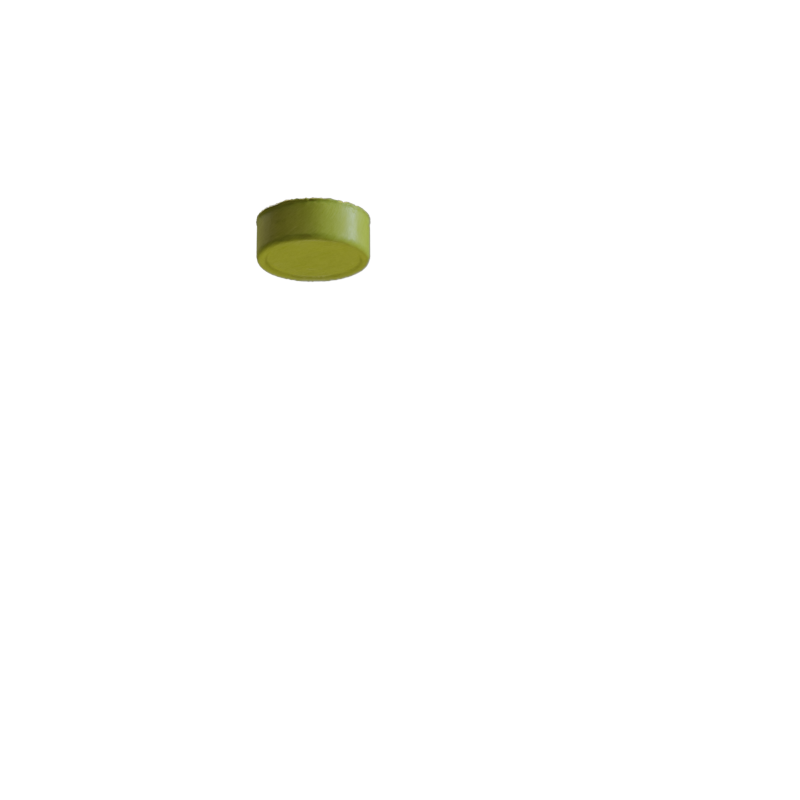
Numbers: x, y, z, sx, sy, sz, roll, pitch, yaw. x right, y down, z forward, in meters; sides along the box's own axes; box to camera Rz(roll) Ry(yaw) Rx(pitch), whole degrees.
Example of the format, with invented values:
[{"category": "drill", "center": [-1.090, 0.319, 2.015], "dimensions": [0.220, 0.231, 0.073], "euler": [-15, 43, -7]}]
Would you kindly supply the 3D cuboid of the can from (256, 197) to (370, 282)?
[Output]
[{"category": "can", "center": [-0.064, -0.118, 0.823], "dimensions": [0.086, 0.035, 0.082], "euler": [0, -17, -2]}]
